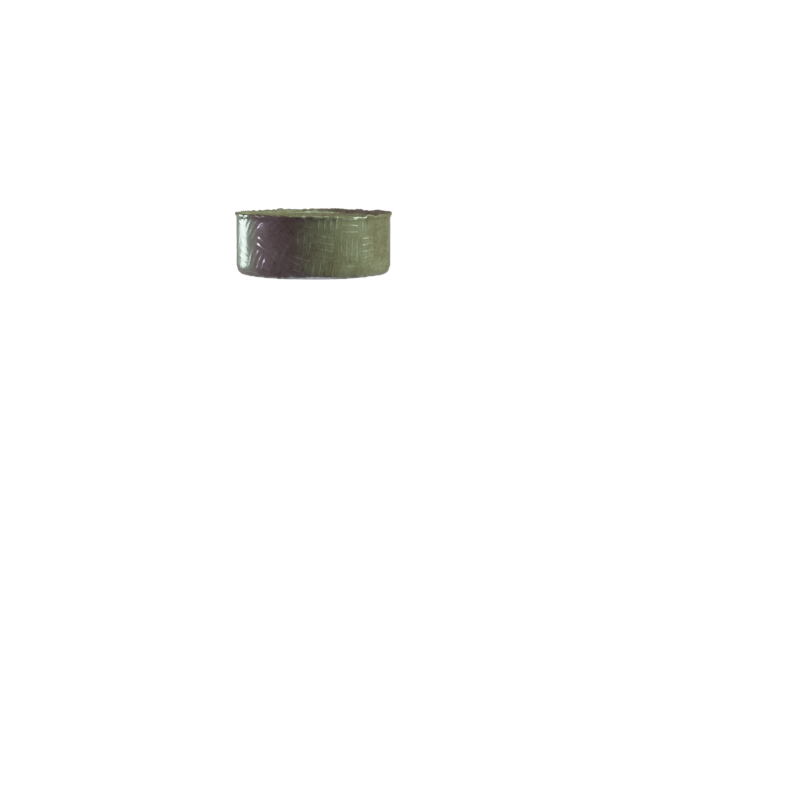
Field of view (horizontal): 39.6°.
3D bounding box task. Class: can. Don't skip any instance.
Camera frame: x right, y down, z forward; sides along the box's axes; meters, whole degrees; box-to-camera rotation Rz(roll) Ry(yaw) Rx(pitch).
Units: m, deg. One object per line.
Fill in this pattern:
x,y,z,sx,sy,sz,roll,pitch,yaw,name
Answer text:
-0.048,-0.087,0.608,0.086,0.033,0.088,0,11,-2,can
